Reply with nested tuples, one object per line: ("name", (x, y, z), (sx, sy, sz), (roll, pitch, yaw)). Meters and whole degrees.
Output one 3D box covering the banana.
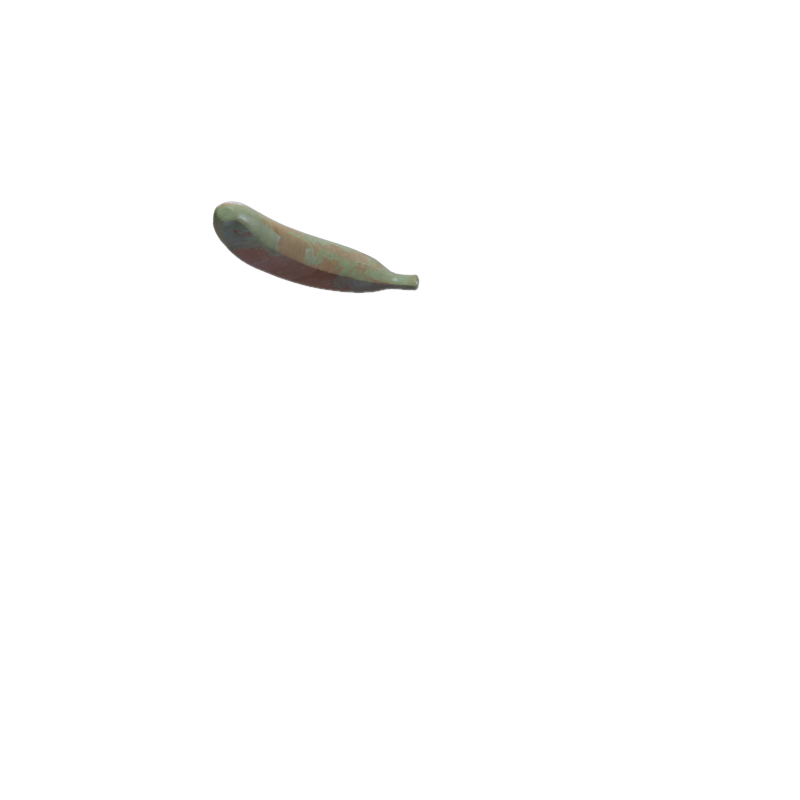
("banana", (-0.074, -0.111, 0.816), (0.071, 0.038, 0.187), (-14, -18, 43))
